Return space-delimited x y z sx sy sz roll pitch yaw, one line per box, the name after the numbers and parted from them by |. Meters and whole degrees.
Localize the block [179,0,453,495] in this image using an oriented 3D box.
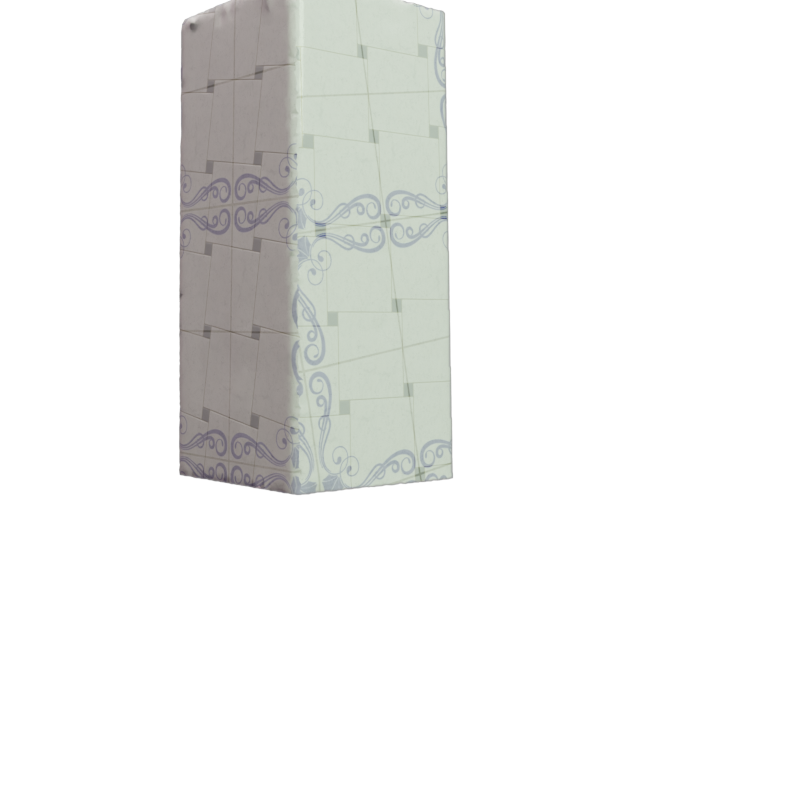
-0.039 -0.071 0.494 0.086 0.209 0.094 3 -5 -41 | block
